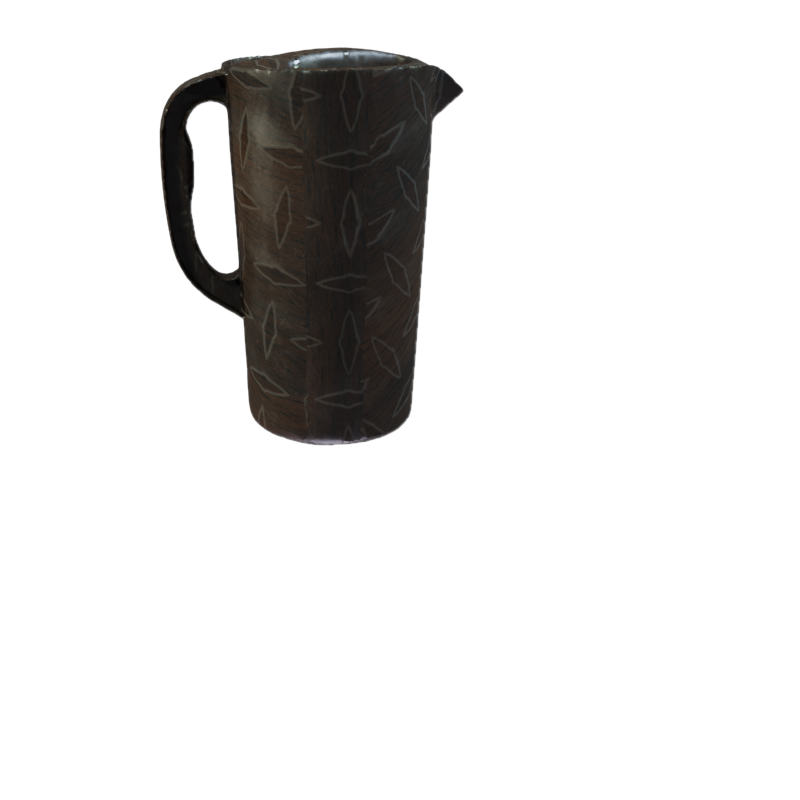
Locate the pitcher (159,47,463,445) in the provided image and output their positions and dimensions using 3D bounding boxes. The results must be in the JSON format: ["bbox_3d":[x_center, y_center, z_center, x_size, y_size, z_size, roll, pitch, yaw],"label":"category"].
[{"bbox_3d":[-0.055,-0.101,0.707,0.156,0.235,0.143,11,19,33],"label":"pitcher"}]
